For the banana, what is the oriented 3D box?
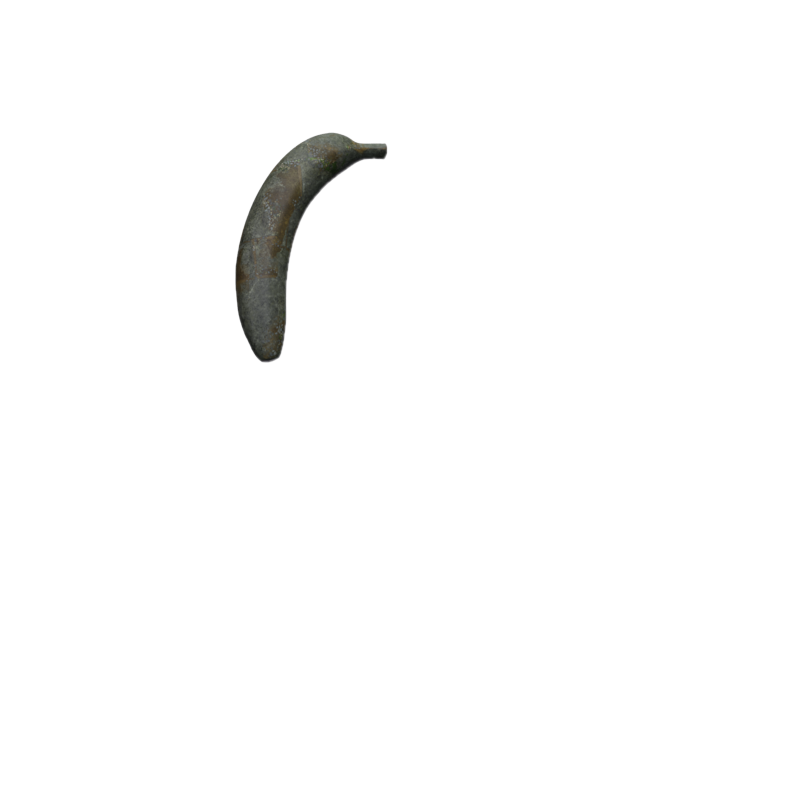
[{"bbox_3d":[-0.077,-0.124,0.795,0.071,0.204,0.035,22,-23,9],"label":"banana"}]
